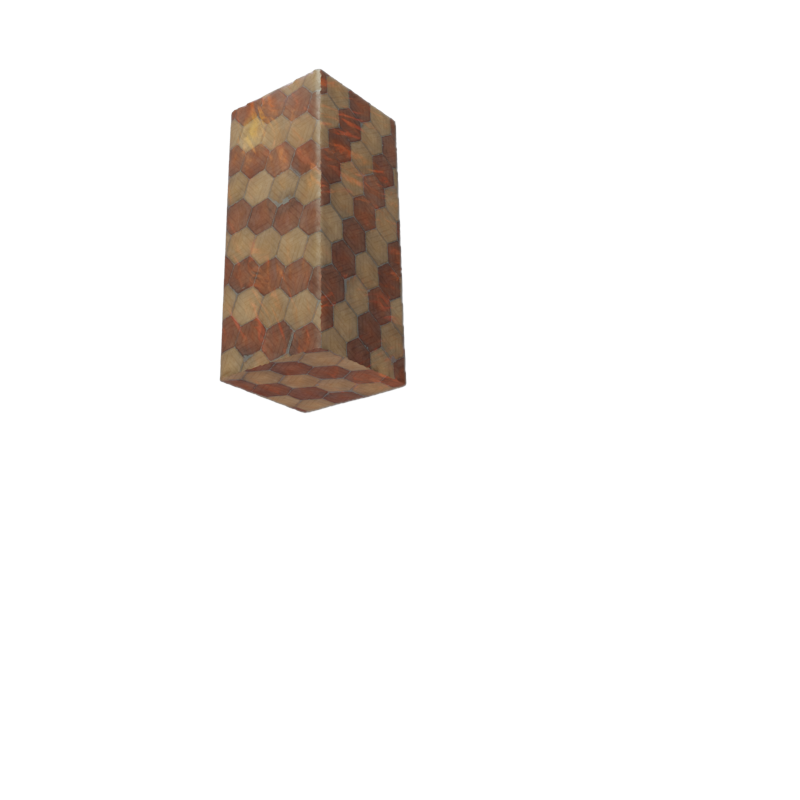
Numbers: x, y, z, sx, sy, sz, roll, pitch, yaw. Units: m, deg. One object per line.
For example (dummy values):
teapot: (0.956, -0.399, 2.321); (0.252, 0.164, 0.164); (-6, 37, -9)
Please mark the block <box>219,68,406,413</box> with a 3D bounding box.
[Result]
block: (-0.060, -0.109, 0.764); (0.091, 0.218, 0.085); (-20, -31, 33)
